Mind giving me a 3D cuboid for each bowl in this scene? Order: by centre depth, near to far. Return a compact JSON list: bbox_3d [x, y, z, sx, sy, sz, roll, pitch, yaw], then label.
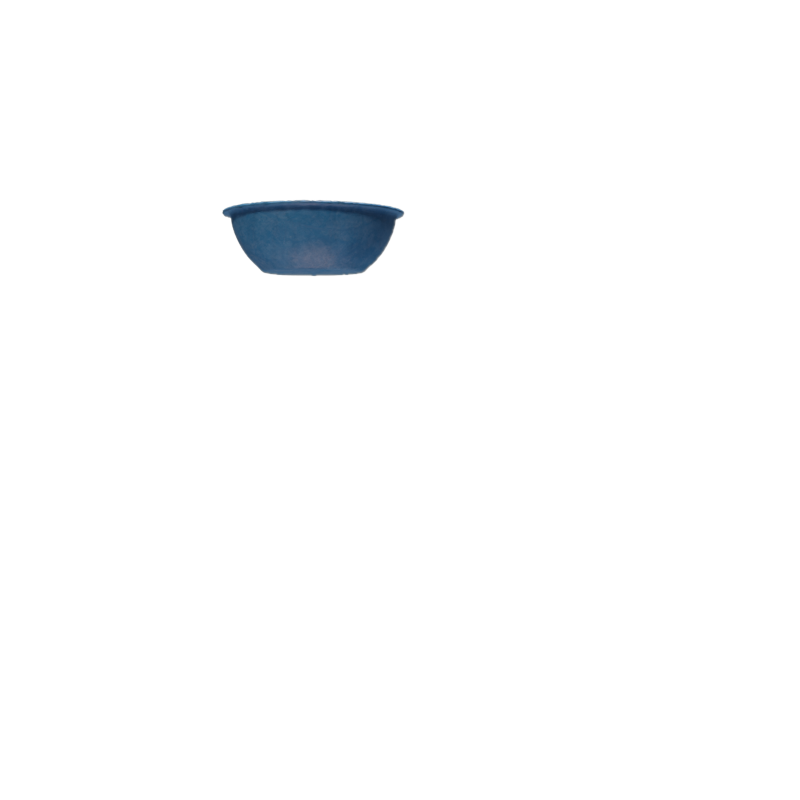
[{"bbox_3d":[-0.077,-0.140,0.980,0.162,0.055,0.162,0,2,-2],"label":"bowl"}]
